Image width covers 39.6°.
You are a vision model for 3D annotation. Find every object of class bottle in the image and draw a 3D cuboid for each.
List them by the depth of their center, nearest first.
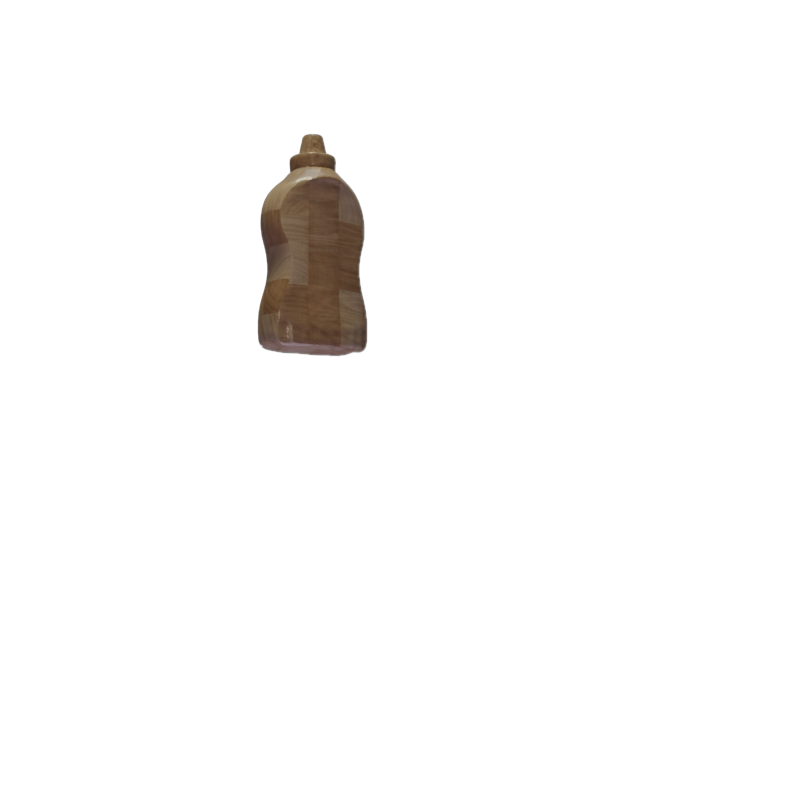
[{"bbox_3d":[-0.076,-0.137,0.961,0.092,0.197,0.059,6,-14,-32],"label":"bottle"}]
